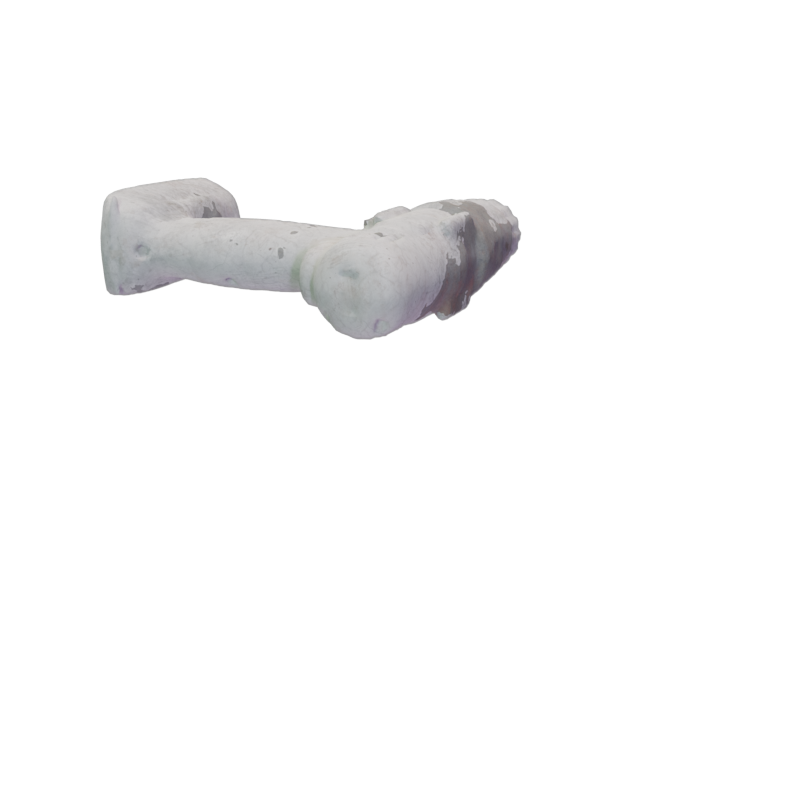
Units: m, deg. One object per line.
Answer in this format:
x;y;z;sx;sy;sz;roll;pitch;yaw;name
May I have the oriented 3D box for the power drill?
-0.045;-0.083;0.578;0.195;0.056;0.183;8;17;25;power drill
